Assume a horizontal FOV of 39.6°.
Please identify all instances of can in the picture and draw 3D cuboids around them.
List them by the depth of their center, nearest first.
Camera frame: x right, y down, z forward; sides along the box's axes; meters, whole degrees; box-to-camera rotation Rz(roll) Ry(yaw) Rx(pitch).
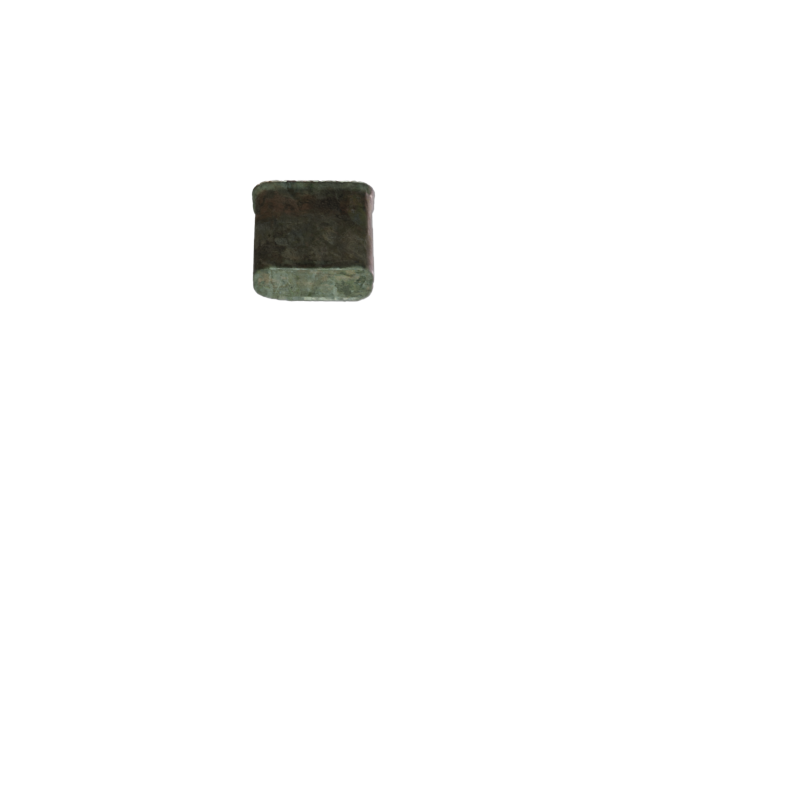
[{"bbox_3d":[-0.070,-0.128,0.900,0.102,0.089,0.054,0,-30,-2],"label":"can"}]
